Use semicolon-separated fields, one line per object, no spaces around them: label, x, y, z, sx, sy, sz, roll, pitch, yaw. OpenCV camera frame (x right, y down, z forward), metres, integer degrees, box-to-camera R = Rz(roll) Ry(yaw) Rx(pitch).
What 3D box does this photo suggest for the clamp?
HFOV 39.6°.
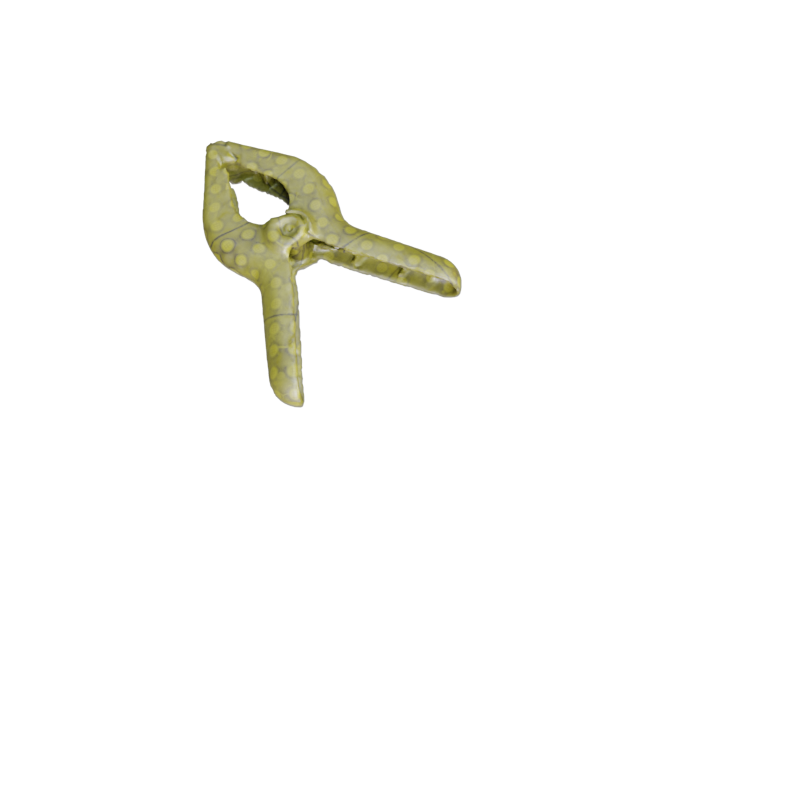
clamp;-0.049;-0.090;0.631;0.120;0.183;0.037;-24;-26;-13
